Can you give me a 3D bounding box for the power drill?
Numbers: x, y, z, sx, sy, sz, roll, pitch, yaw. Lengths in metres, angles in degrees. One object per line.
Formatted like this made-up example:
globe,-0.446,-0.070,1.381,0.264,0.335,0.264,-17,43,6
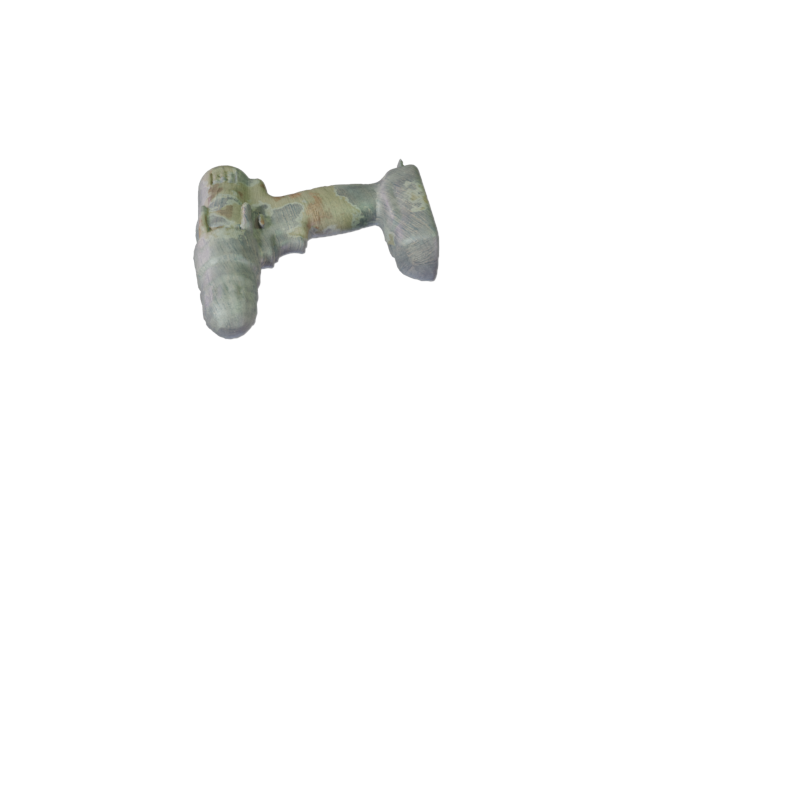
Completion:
power drill,-0.068,-0.124,0.867,0.186,0.053,0.199,-5,45,-5
